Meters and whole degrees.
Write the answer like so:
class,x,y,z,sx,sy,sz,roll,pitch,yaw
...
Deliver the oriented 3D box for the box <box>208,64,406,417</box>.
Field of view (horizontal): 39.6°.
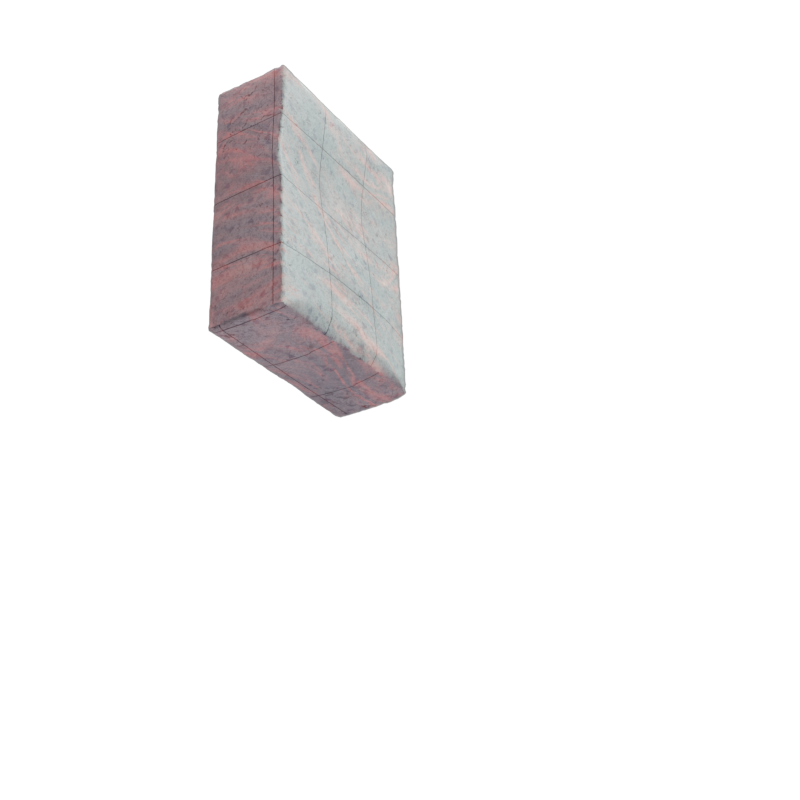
class,x,y,z,sx,sy,sz,roll,pitch,yaw
box,-0.065,-0.119,0.831,0.072,0.228,0.152,-21,-36,26
